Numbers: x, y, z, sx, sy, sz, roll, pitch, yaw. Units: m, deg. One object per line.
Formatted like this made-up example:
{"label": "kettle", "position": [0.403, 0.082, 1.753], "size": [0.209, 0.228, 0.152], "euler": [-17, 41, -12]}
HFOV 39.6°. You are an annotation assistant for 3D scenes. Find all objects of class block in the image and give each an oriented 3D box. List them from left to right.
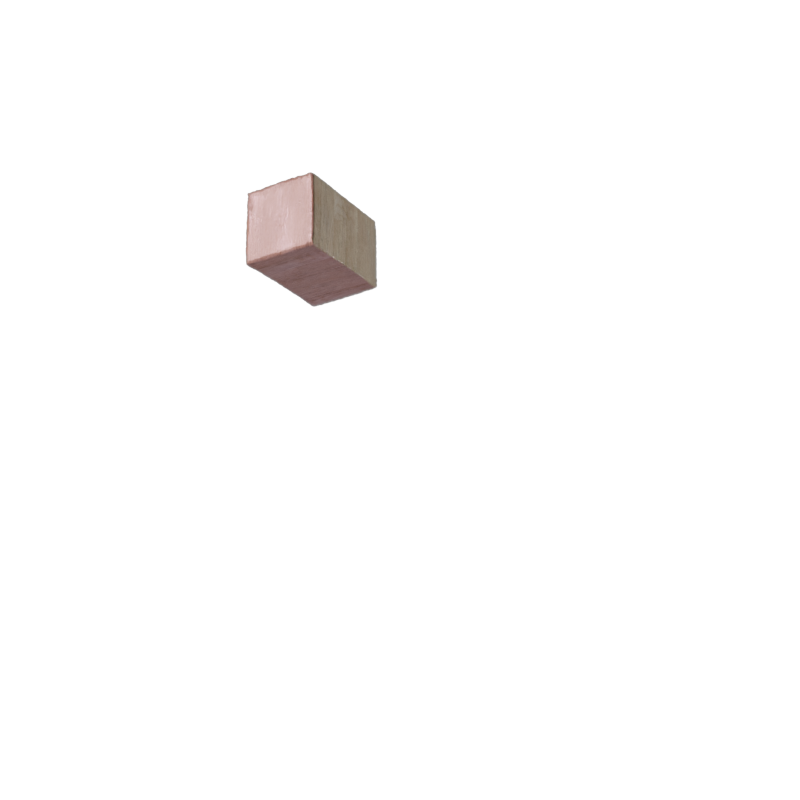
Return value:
{"label": "block", "position": [-0.056, -0.102, 0.713], "size": [0.053, 0.054, 0.072], "euler": [-15, -27, 28]}
